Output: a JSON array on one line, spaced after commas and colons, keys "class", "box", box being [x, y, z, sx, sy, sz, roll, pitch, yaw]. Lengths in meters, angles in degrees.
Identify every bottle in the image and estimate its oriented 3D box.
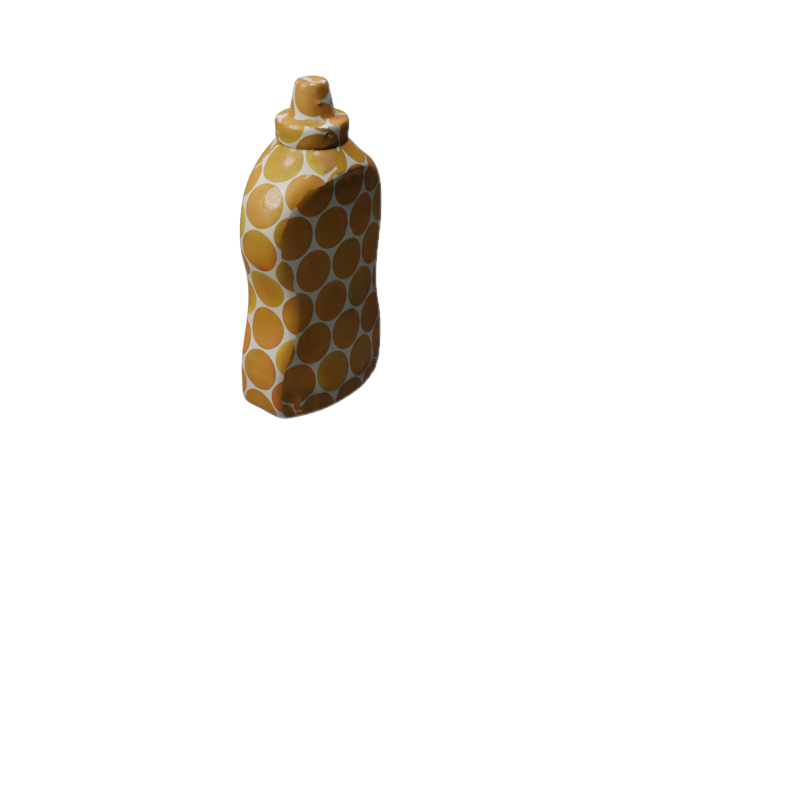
[{"class": "bottle", "box": [-0.050, -0.091, 0.636, 0.062, 0.181, 0.096, 23, 34, 35]}]
